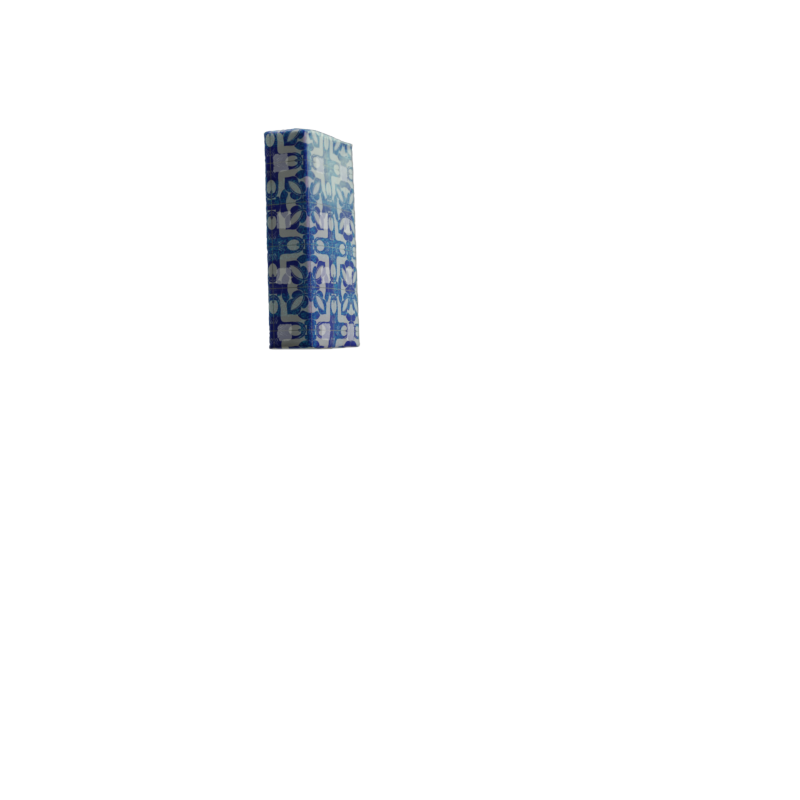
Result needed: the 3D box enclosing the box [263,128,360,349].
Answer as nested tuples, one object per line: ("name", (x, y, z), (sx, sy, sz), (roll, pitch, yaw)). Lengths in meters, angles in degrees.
("box", (-0.071, -0.131, 0.915), (0.049, 0.178, 0.090), (-2, -3, 24))
